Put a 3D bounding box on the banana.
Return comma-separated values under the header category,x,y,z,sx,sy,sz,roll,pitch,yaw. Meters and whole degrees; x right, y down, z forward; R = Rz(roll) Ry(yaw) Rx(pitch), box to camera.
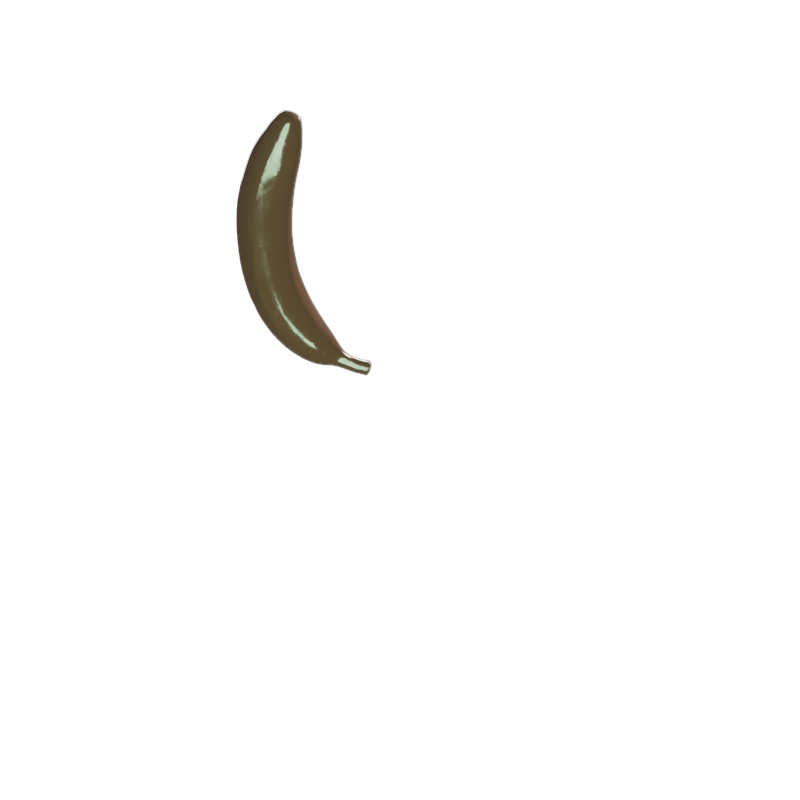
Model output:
category,x,y,z,sx,sy,sz,roll,pitch,yaw
banana,-0.076,-0.099,0.751,0.070,0.186,0.039,-13,26,6
